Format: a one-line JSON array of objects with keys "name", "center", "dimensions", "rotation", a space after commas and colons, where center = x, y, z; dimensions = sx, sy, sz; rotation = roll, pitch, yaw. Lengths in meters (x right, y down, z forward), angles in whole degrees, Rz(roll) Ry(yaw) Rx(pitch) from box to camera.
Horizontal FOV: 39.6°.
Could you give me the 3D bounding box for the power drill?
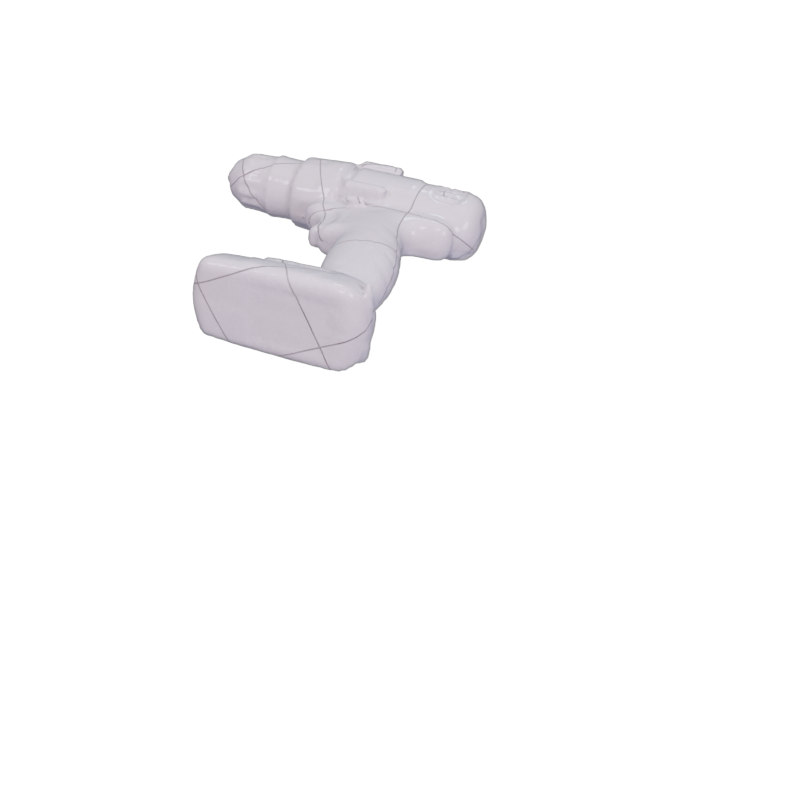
[{"name": "power drill", "center": [-0.055, -0.100, 0.700], "dimensions": [0.190, 0.054, 0.193], "rotation": [12, 36, 17]}]
